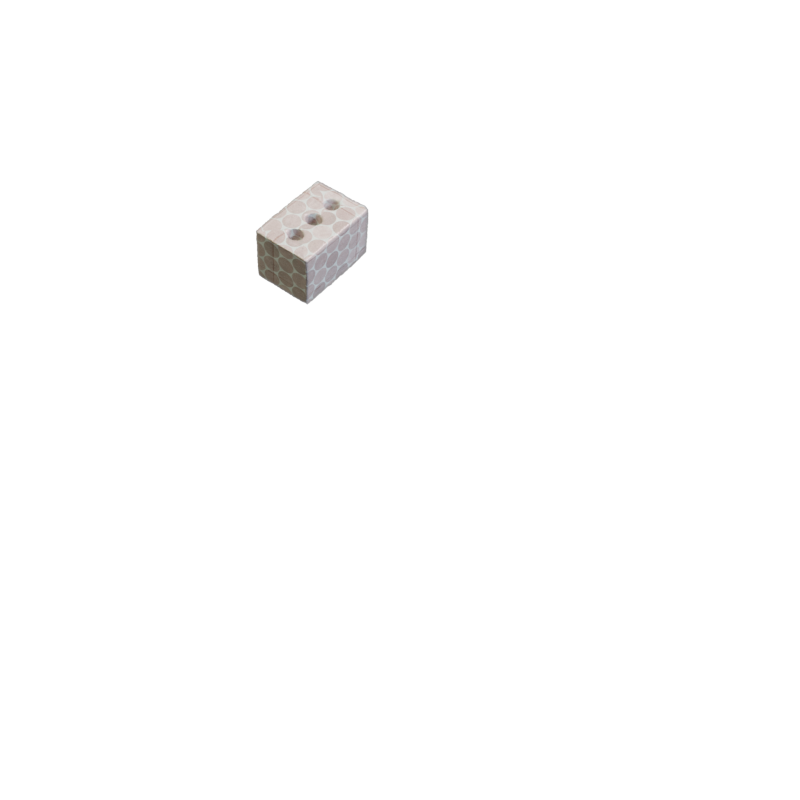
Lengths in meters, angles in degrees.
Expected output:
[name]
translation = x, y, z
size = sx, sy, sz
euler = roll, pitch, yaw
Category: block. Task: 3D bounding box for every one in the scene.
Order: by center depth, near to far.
[block]
translation = -0.068, -0.124, 0.871
size = 0.055, 0.048, 0.079
euler = 30, 54, 22
